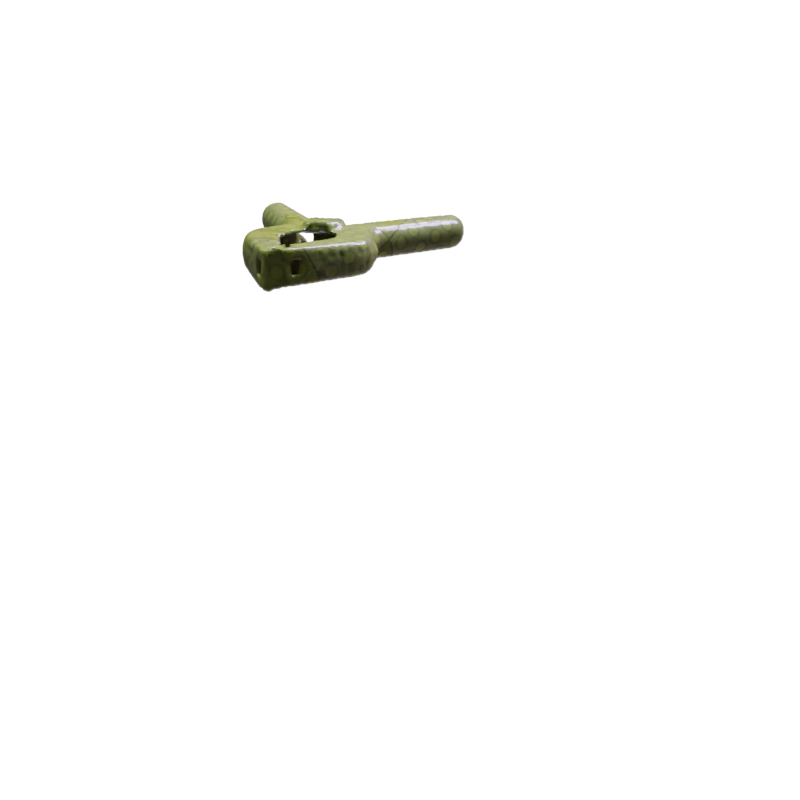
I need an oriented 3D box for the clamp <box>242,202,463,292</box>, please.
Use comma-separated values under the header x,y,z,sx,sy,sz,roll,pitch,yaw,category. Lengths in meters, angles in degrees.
x,y,z,sx,sy,sz,roll,pitch,yaw,category
-0.063,-0.115,0.806,0.170,0.035,0.210,8,19,23,clamp
